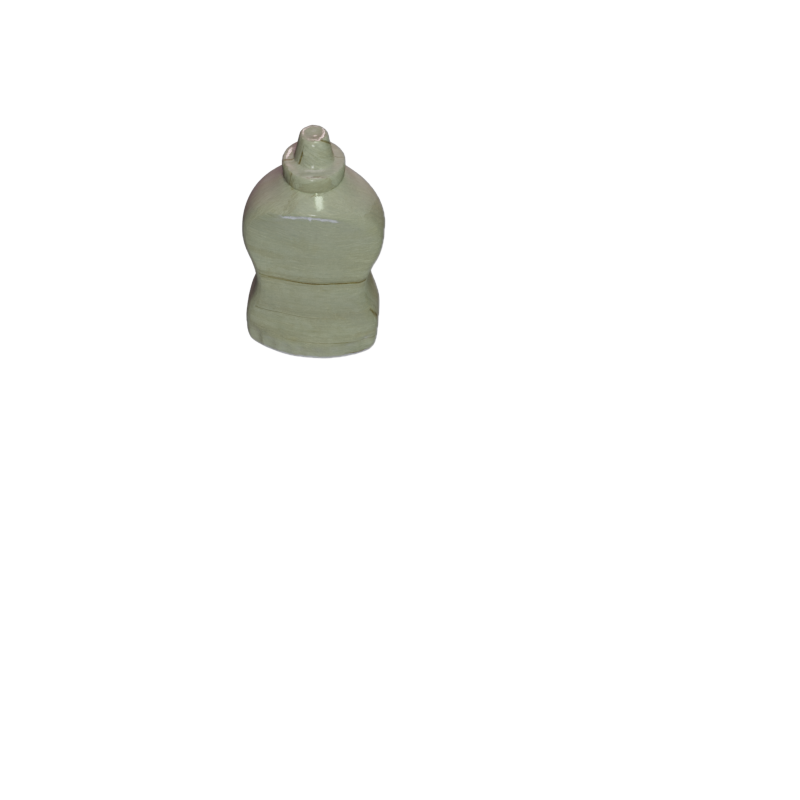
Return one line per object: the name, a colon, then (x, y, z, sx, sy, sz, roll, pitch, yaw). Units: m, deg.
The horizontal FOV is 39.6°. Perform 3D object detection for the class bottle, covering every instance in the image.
bottle: (-0.059, -0.109, 0.759, 0.097, 0.062, 0.179, 7, -40, 3)
